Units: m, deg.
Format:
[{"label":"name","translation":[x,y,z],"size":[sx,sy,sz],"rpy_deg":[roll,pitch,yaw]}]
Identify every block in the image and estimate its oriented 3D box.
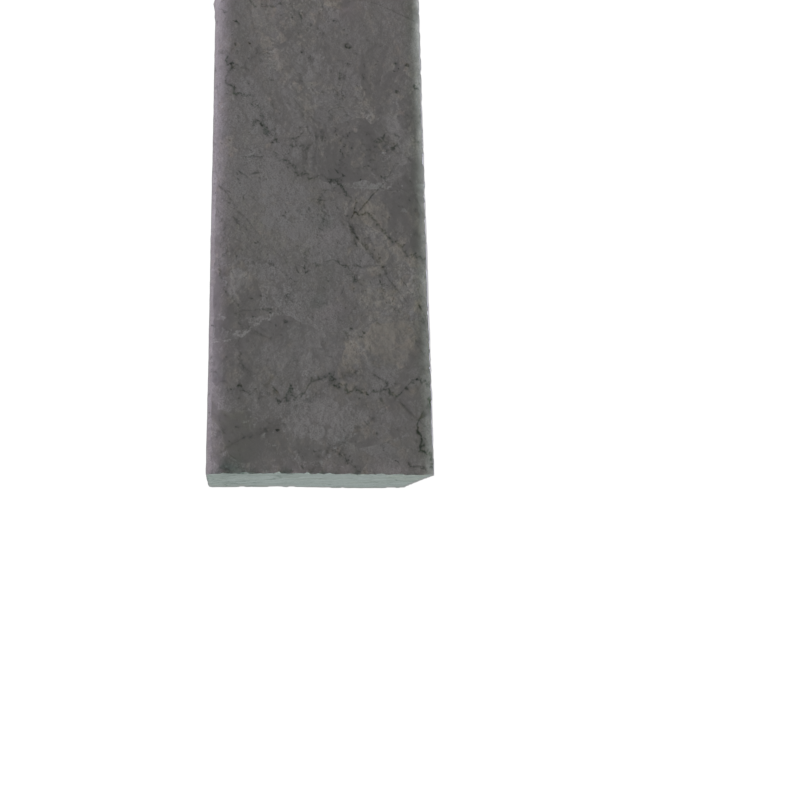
[{"label":"block","translation":[-0.039,-0.069,0.486],"size":[0.089,0.214,0.088],"rpy_deg":[1,-14,-7]}]
